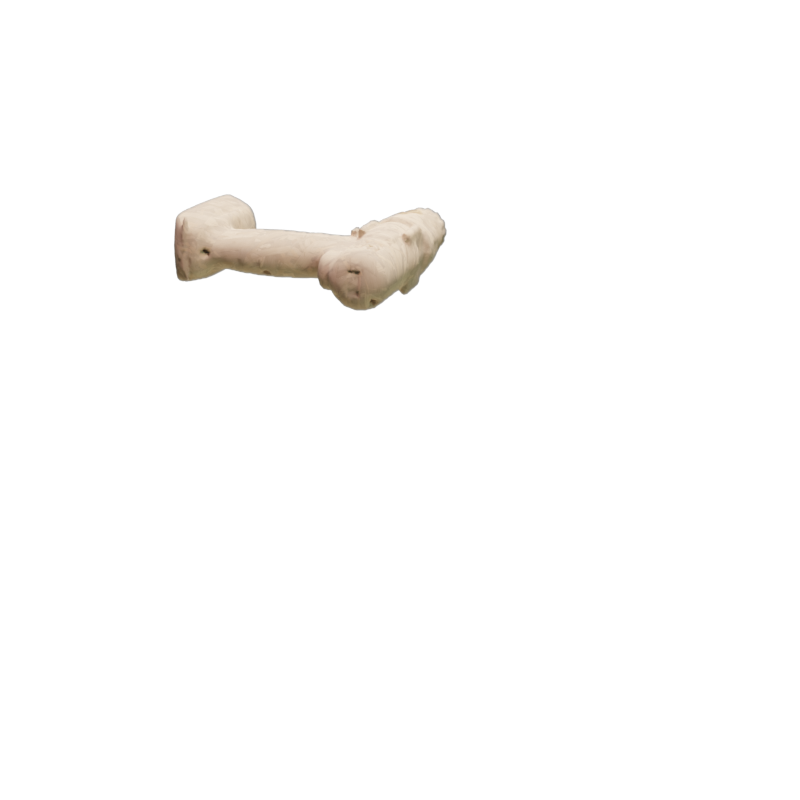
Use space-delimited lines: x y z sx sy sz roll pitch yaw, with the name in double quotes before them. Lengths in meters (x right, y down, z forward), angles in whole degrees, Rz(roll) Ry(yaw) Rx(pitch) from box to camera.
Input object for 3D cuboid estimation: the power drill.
"power drill" -0.068 -0.125 0.872 0.193 0.055 0.186 7 21 19
